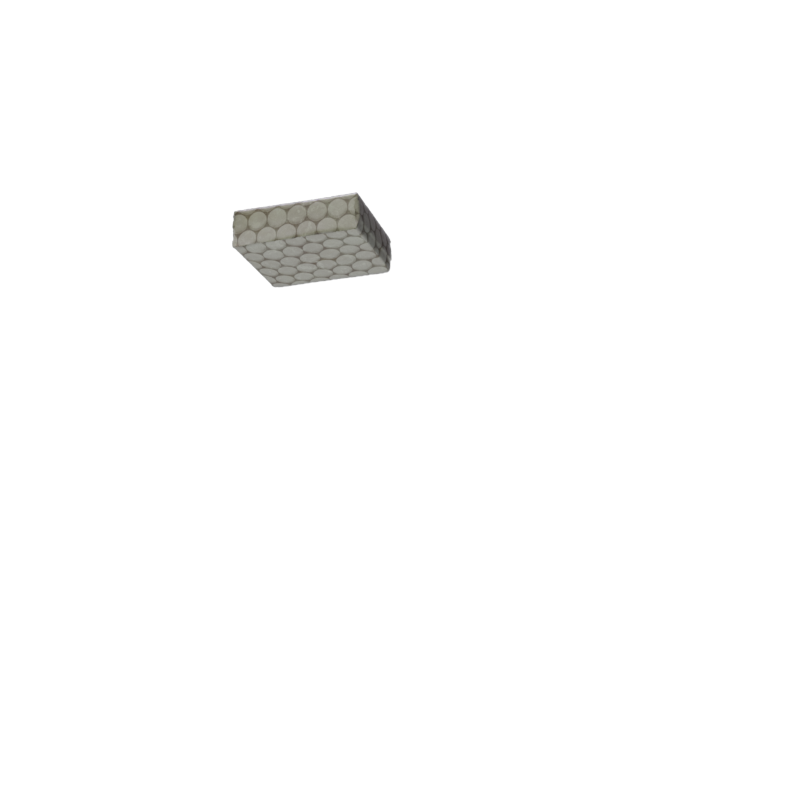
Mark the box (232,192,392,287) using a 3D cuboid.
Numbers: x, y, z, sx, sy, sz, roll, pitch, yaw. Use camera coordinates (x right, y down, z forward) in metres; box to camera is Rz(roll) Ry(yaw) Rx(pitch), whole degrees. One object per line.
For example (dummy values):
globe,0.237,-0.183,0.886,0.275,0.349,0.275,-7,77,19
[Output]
box,-0.073,-0.134,0.937,0.115,0.041,0.084,-7,-22,17
